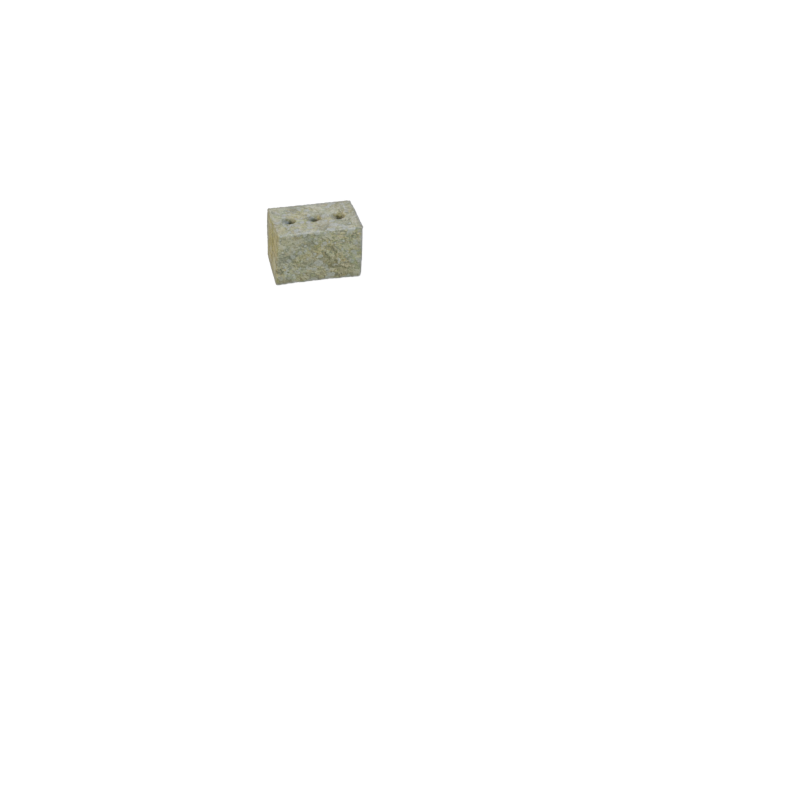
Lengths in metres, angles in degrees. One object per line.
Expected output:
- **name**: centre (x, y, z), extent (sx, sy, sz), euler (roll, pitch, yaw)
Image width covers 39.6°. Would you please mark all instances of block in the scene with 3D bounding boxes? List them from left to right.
- **block**: centre (-0.077, -0.140, 0.983), extent (0.077, 0.048, 0.057), euler (-8, 37, -12)
